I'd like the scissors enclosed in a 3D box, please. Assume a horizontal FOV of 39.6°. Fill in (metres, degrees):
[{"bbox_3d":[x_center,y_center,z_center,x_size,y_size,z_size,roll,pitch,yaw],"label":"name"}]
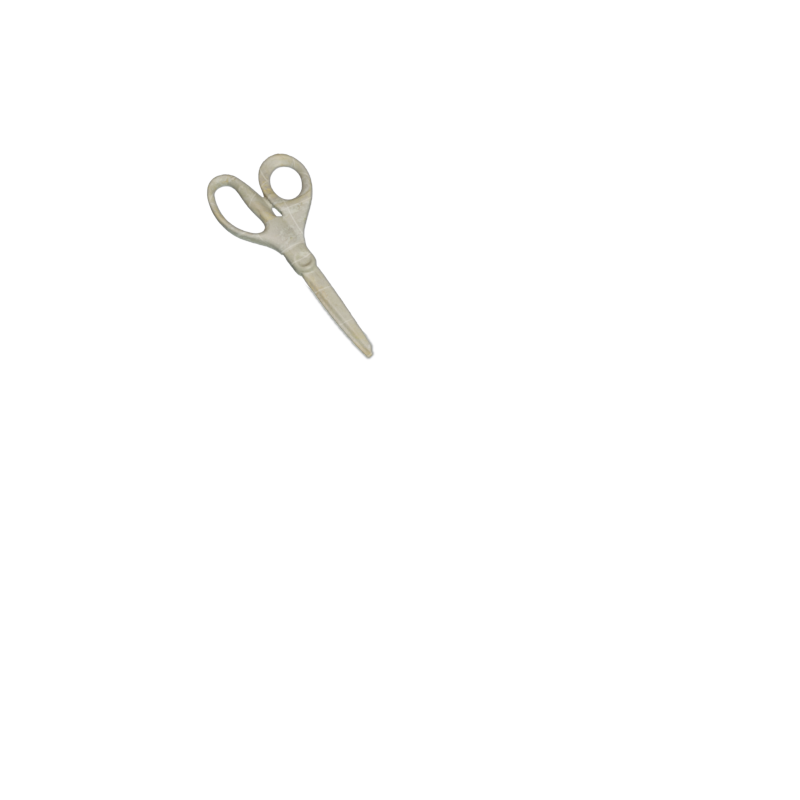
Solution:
[{"bbox_3d":[-0.071,-0.130,0.910,0.210,0.098,0.015,39,-19,16],"label":"scissors"}]
